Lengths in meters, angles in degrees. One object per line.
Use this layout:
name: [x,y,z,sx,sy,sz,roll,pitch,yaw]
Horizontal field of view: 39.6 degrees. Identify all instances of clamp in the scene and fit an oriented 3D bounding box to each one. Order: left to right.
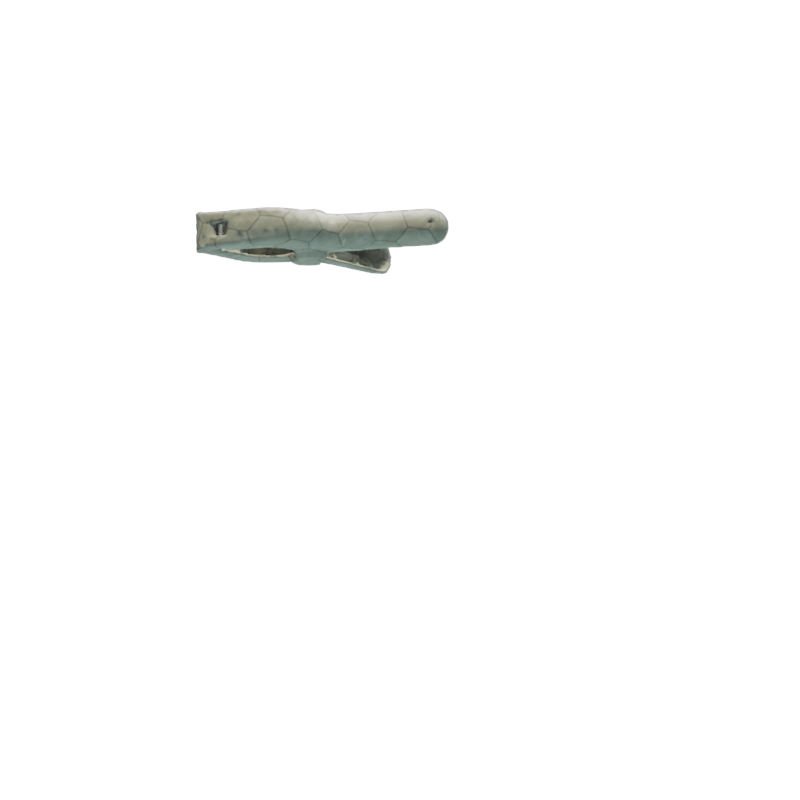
clamp: [-0.062,-0.114,0.796,0.169,0.041,0.117,2,-13,-10]
